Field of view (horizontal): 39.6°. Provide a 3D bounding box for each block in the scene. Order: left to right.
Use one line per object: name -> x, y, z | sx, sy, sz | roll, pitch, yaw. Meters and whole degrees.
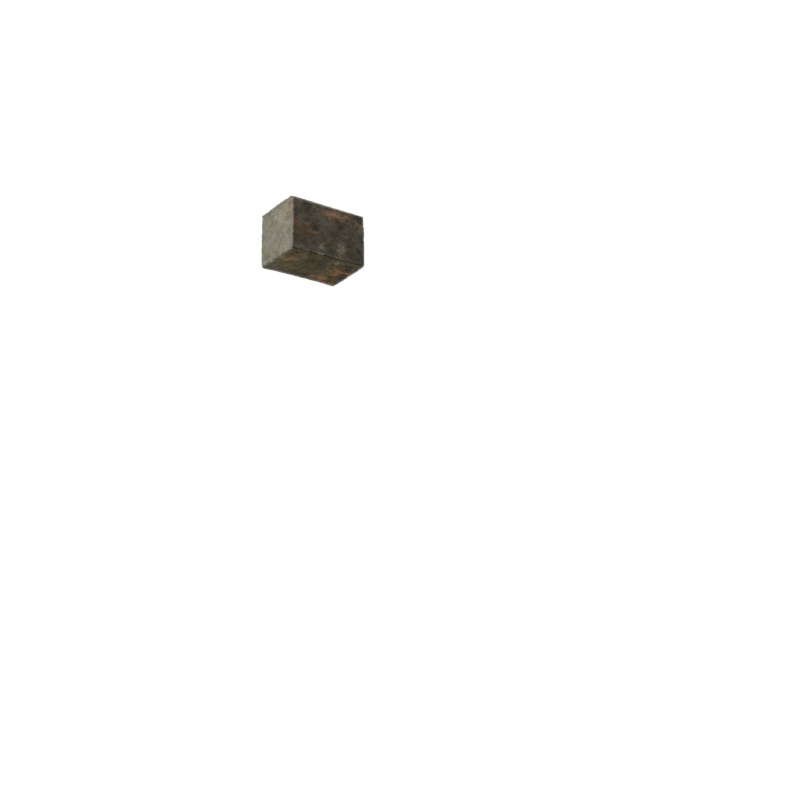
block -> -0.077, -0.140, 0.980 | 0.074, 0.054, 0.053 | 14, -26, -33
